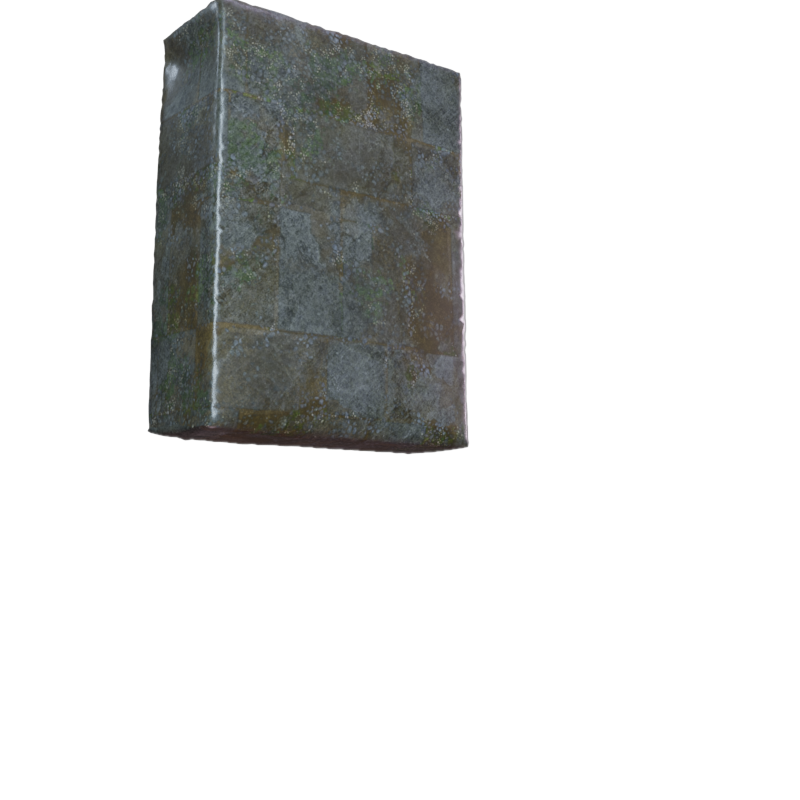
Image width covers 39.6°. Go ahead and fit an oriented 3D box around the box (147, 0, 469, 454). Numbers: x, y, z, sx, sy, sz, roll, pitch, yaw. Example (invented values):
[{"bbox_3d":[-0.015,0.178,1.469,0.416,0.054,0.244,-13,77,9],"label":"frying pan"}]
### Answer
[{"bbox_3d":[-0.046,-0.084,0.586,0.156,0.221,0.073,8,-17,-37],"label":"box"}]
